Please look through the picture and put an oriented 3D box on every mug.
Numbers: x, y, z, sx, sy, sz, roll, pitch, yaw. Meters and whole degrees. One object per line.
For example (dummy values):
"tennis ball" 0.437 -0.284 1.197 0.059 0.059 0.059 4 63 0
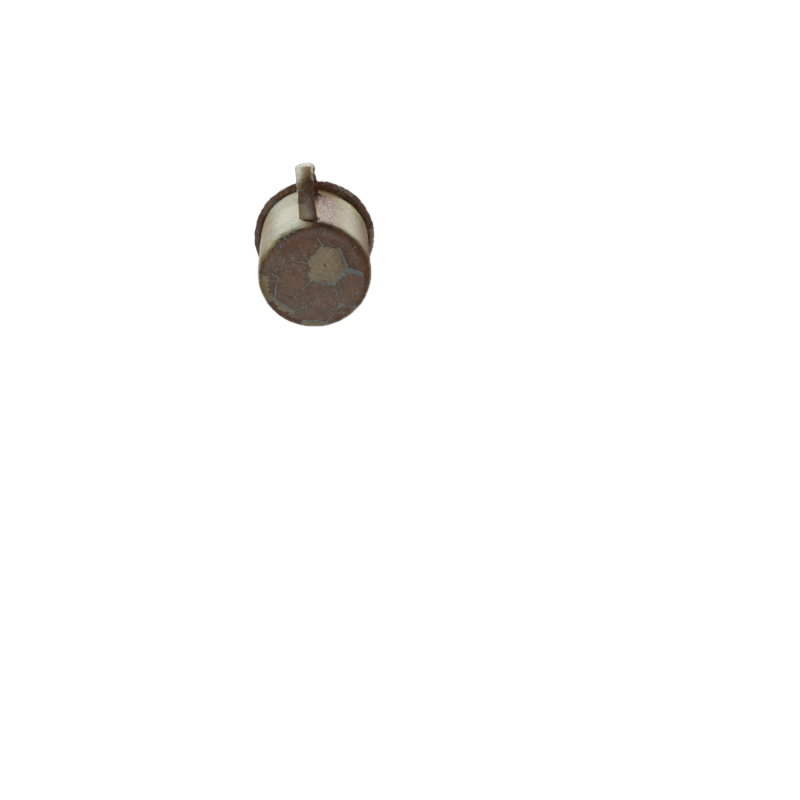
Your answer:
"mug" -0.064 -0.117 0.818 0.093 0.111 0.086 -3 25 -1
